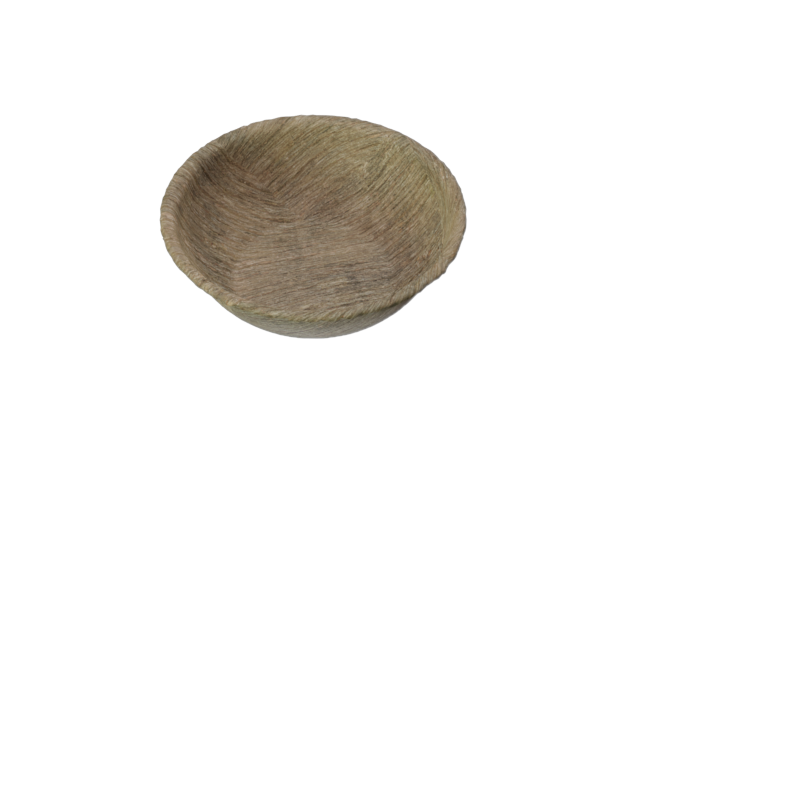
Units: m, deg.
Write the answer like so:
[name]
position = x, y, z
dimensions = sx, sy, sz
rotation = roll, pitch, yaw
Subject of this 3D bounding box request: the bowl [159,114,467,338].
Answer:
[bowl]
position = -0.047, -0.086, 0.602
dimensions = 0.162, 0.174, 0.051
rotation = -1, -42, -1
